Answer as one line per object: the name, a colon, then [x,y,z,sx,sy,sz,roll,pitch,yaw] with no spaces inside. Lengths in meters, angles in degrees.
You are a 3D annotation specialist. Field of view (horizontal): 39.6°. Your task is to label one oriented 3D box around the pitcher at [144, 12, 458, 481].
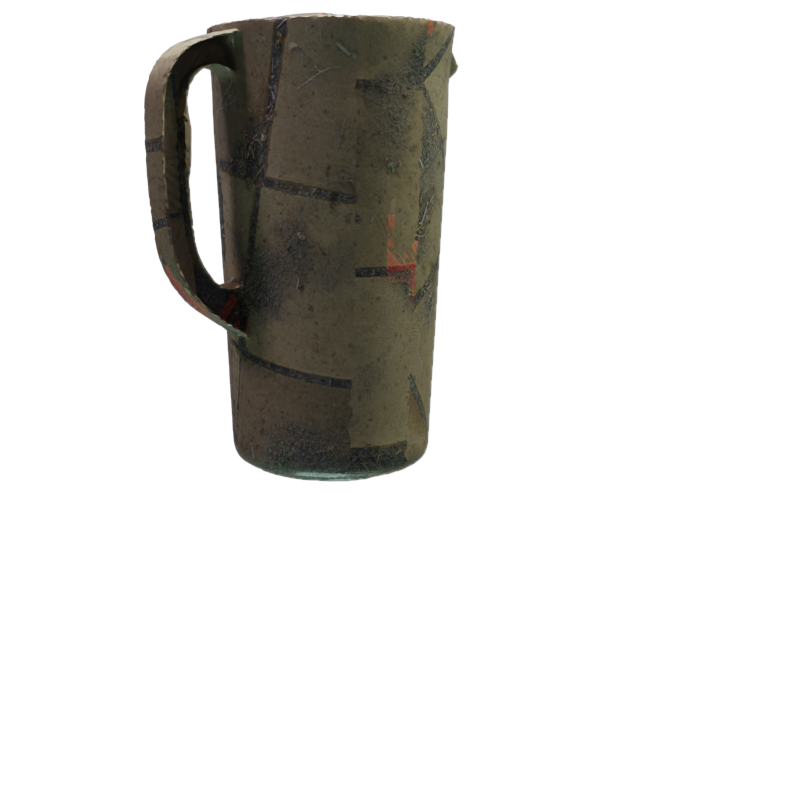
pitcher: [-0.047,-0.086,0.600,0.151,0.240,0.145,1,7,8]
